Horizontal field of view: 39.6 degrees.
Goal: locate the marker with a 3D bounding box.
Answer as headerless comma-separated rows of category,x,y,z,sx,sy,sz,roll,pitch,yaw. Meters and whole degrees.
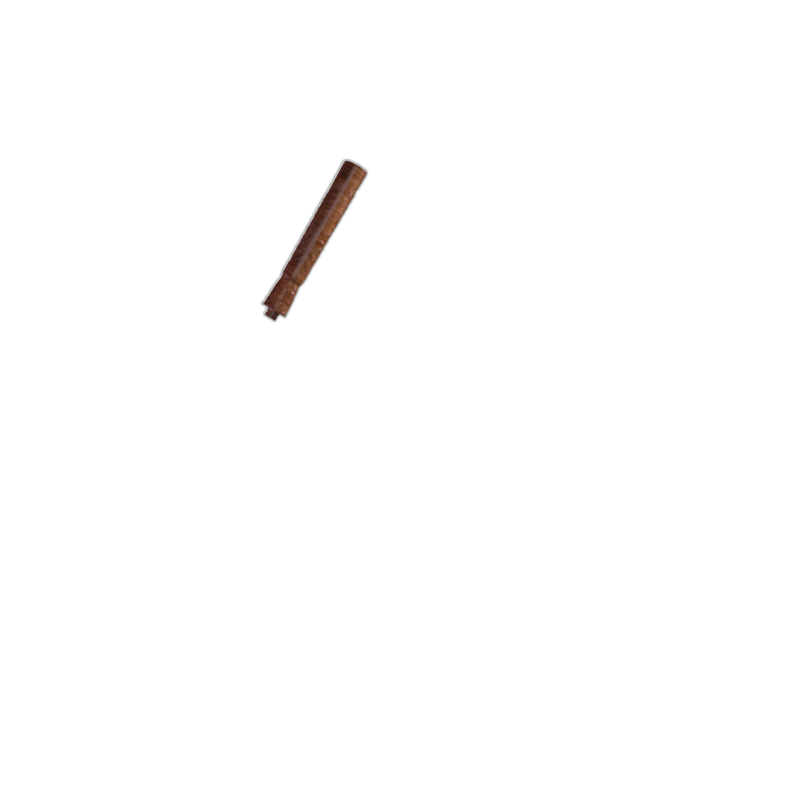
marker,-0.060,-0.109,0.762,0.020,0.122,0.020,29,-5,-1
